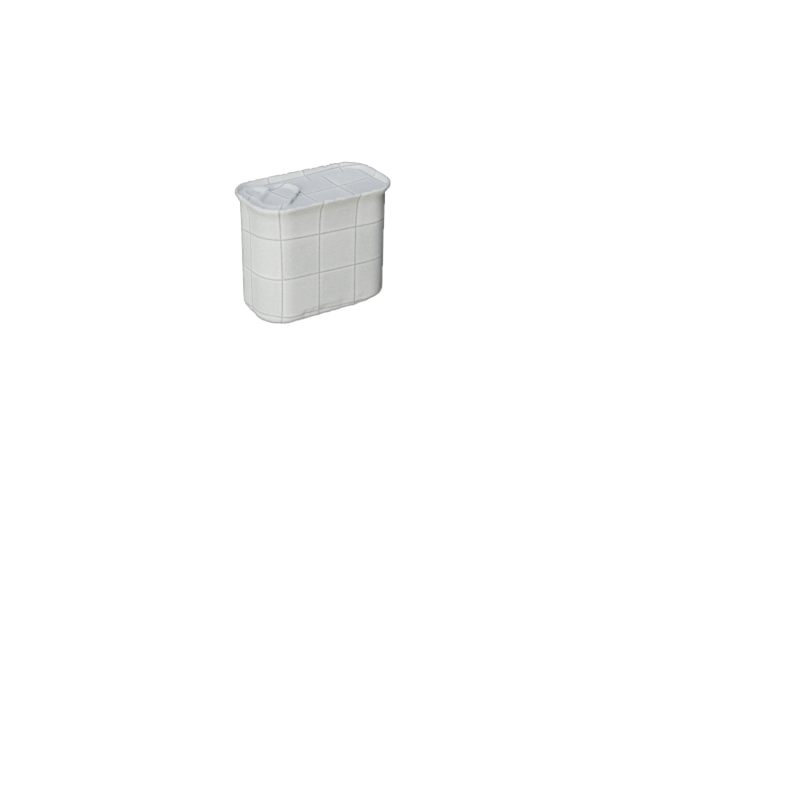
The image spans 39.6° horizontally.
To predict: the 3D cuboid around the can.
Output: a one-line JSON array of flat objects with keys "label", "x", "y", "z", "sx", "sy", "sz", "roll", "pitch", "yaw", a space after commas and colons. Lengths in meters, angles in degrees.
[{"label": "can", "x": -0.059, "y": -0.107, "z": 0.749, "sx": 0.100, "sy": 0.079, "sz": 0.062, "roll": -17, "pitch": 33, "yaw": -28}]
